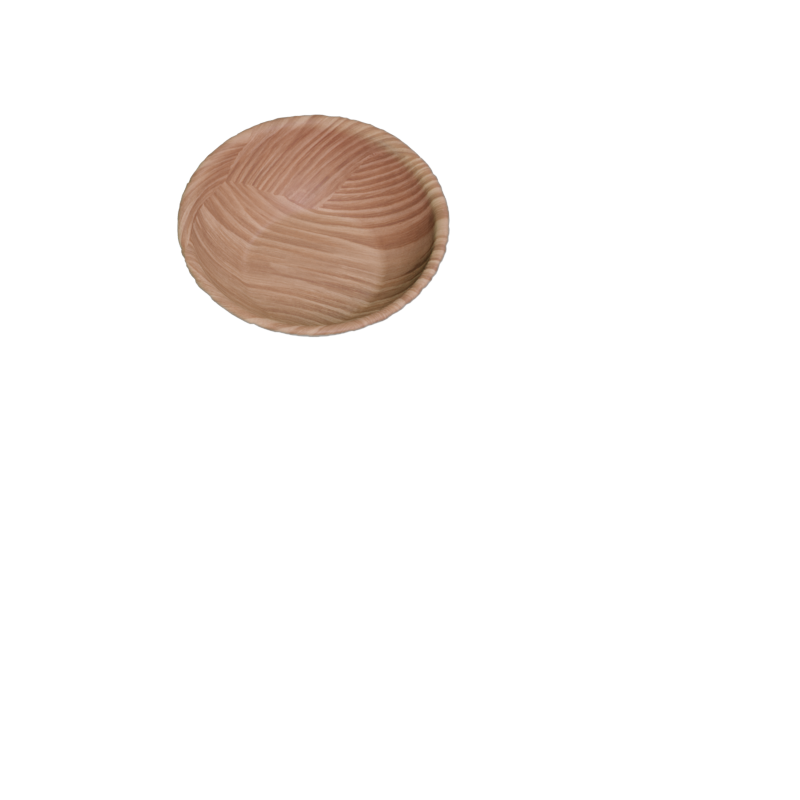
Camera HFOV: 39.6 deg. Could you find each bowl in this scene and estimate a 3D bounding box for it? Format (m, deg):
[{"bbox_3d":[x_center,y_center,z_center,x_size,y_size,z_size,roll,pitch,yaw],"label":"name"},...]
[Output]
[{"bbox_3d":[-0.053,-0.097,0.678,0.162,0.173,0.051,-1,-32,-1],"label":"bowl"}]
